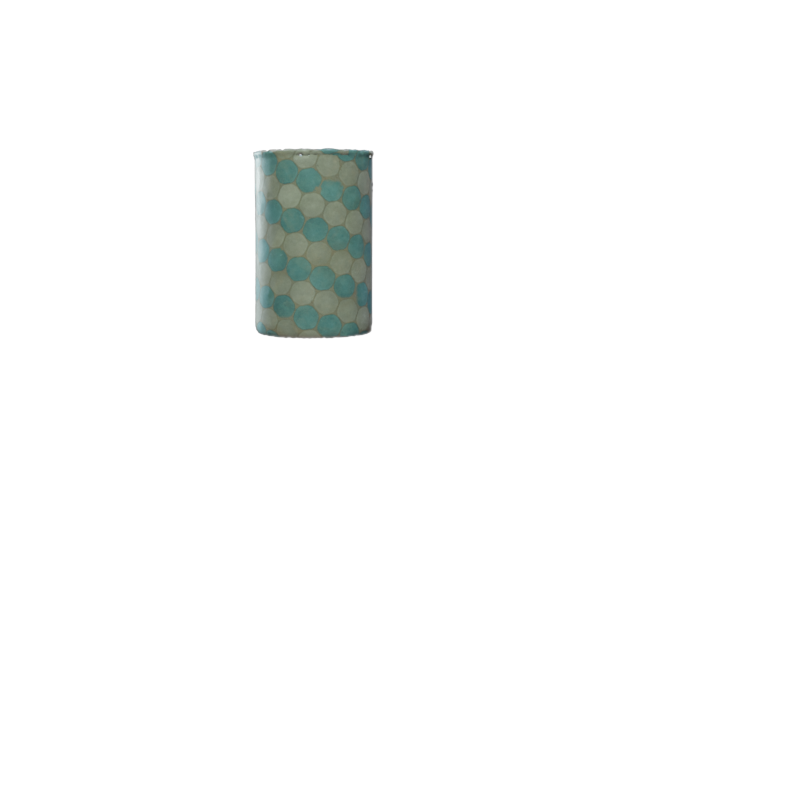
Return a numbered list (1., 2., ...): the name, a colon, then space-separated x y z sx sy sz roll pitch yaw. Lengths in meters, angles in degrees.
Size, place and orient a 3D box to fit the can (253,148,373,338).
1. can: -0.049 -0.089 0.625 0.068 0.101 0.069 0 4 -2
